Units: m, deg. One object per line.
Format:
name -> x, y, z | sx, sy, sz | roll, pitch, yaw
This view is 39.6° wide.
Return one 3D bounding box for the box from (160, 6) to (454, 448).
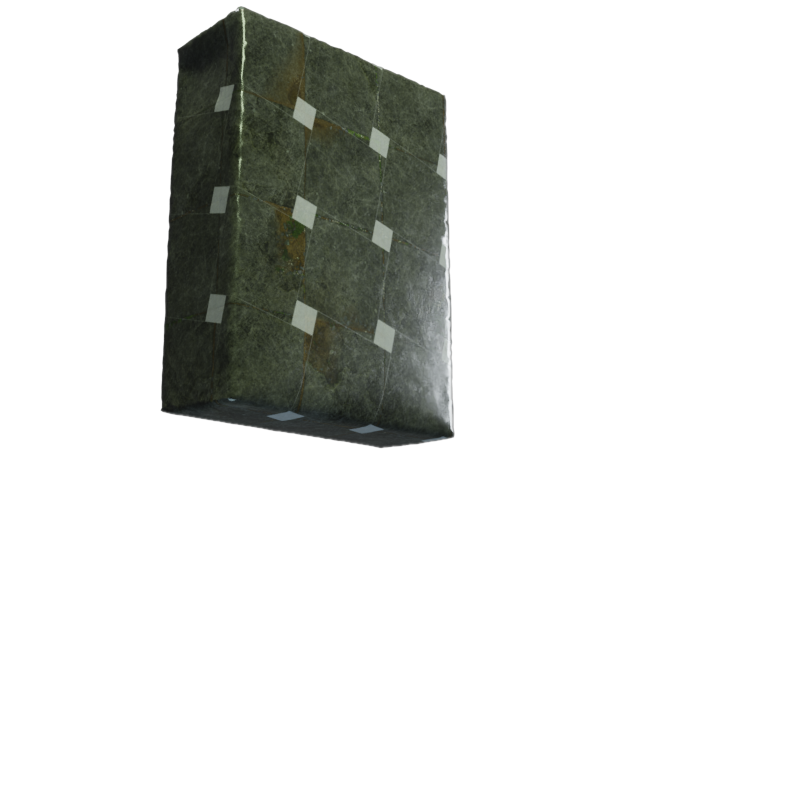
box -> -0.049, -0.089, 0.625 | 0.155, 0.223, 0.073 | 13, -23, -41
